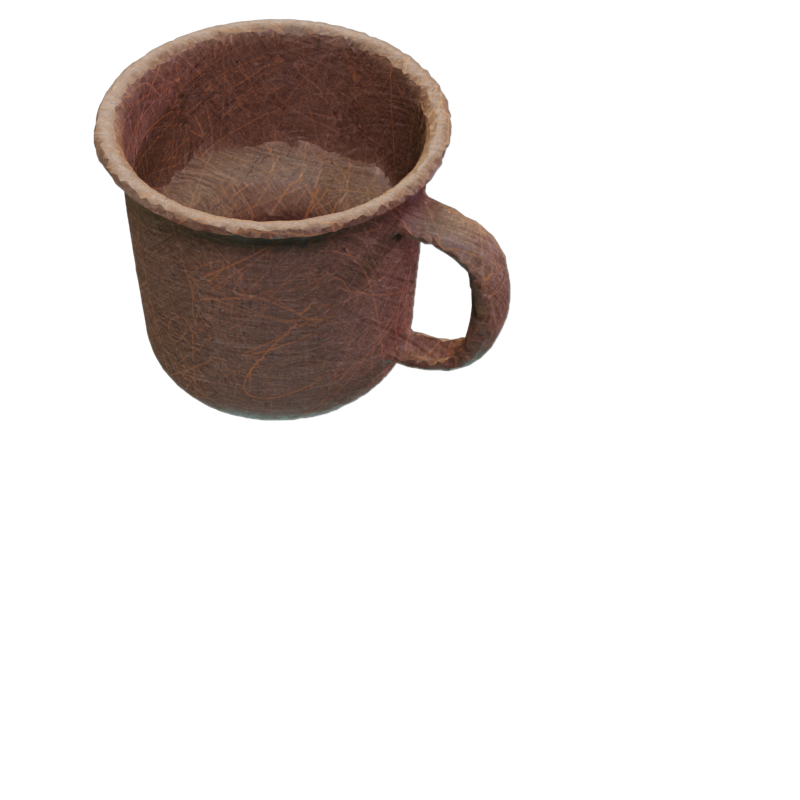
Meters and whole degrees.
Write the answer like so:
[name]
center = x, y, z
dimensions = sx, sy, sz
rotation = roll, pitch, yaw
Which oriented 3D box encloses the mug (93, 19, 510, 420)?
[mug]
center = -0.024, -0.044, 0.311
dimensions = 0.122, 0.076, 0.096
rotation = 22, 50, 18
